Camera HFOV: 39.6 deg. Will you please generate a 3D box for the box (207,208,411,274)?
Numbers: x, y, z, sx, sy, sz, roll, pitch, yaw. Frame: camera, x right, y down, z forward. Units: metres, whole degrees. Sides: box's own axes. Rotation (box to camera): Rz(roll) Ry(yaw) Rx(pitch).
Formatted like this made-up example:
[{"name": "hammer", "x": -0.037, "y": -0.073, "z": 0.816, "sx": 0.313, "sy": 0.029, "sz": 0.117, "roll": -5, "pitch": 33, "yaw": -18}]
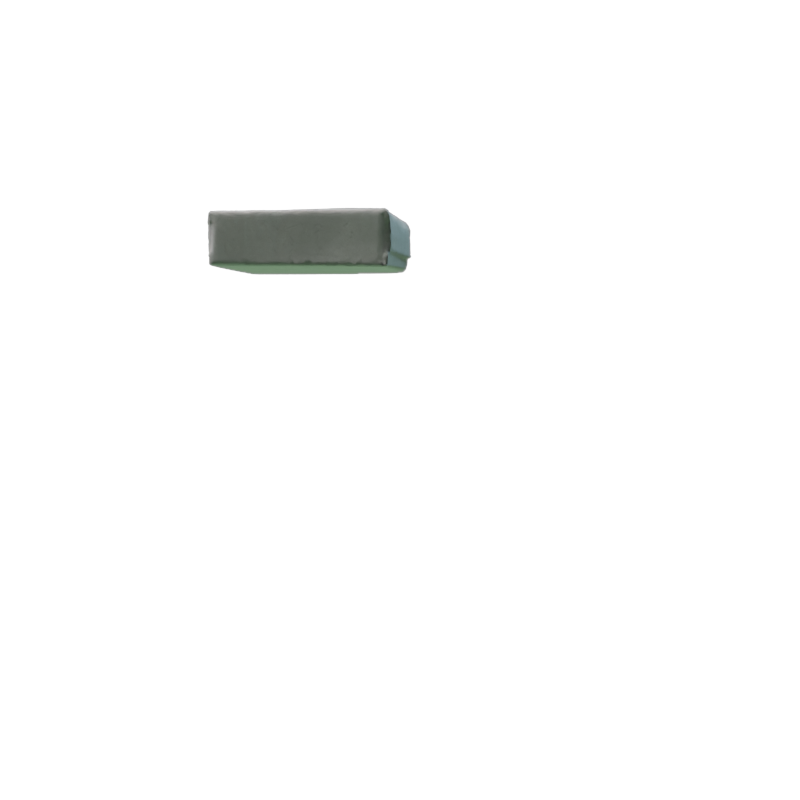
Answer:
[{"name": "box", "x": -0.043, "y": -0.079, "z": 0.556, "sx": 0.091, "sy": 0.030, "sz": 0.072, "roll": 1, "pitch": 3, "yaw": 11}]
